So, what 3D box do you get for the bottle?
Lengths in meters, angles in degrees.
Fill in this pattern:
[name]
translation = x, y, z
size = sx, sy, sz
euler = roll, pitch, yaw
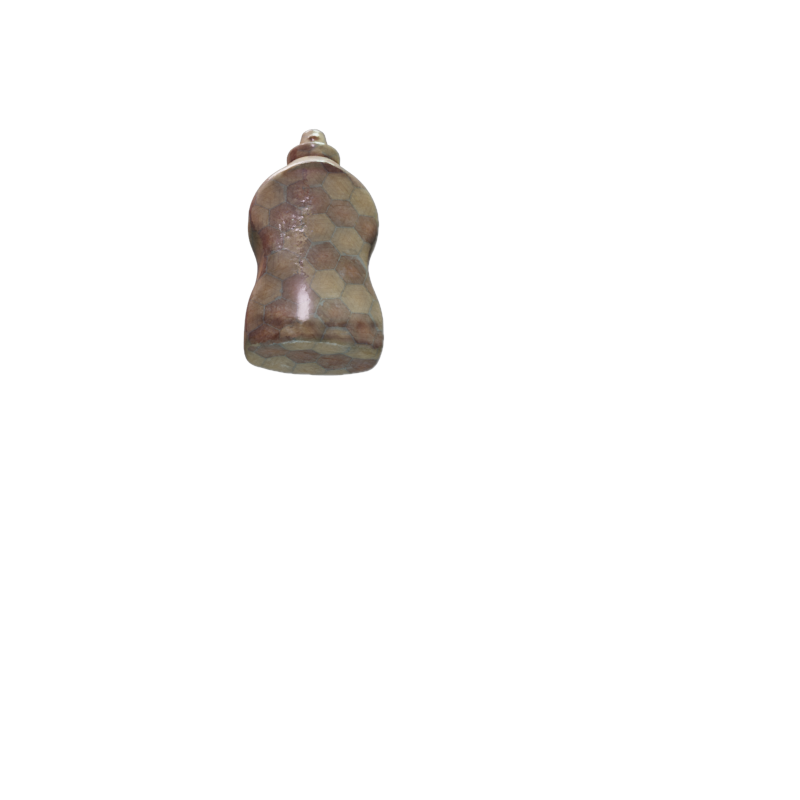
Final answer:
[bottle]
translation = -0.063, -0.115, 0.807
size = 0.095, 0.204, 0.055
euler = 1, -29, -6
